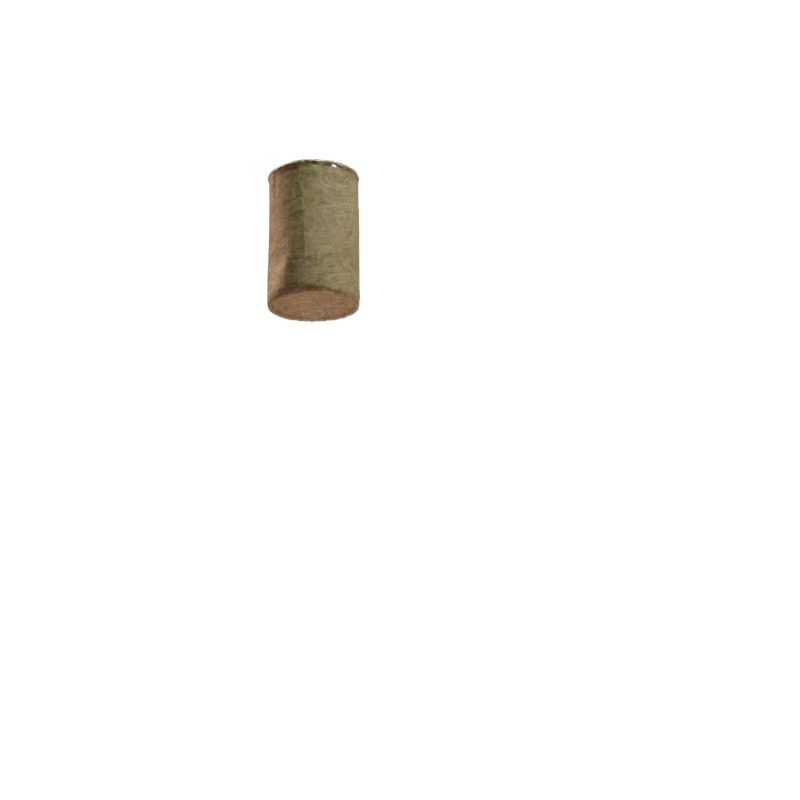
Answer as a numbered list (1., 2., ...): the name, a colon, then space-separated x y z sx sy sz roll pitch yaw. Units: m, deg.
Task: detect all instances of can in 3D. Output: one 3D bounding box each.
1. can: -0.063 -0.115 0.806 0.068 0.107 0.065 0 -19 -2
